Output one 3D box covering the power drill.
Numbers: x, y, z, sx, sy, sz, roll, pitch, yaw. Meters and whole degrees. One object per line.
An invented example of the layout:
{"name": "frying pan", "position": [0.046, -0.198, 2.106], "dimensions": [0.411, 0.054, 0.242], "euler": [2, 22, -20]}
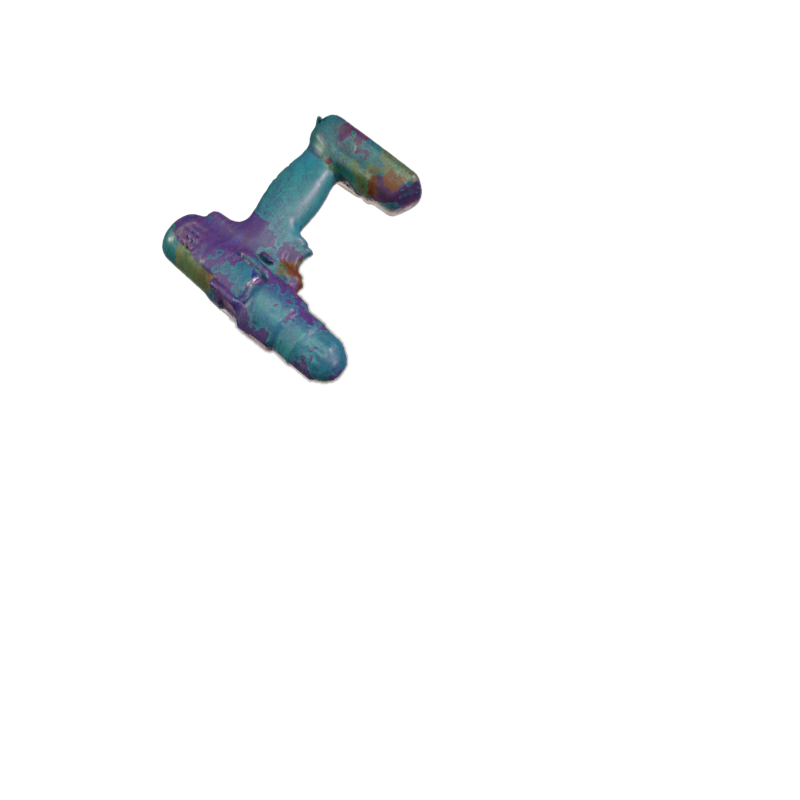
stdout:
{"name": "power drill", "position": [-0.070, -0.127, 0.892], "dimensions": [0.192, 0.190, 0.054], "euler": [40, -18, 16]}
